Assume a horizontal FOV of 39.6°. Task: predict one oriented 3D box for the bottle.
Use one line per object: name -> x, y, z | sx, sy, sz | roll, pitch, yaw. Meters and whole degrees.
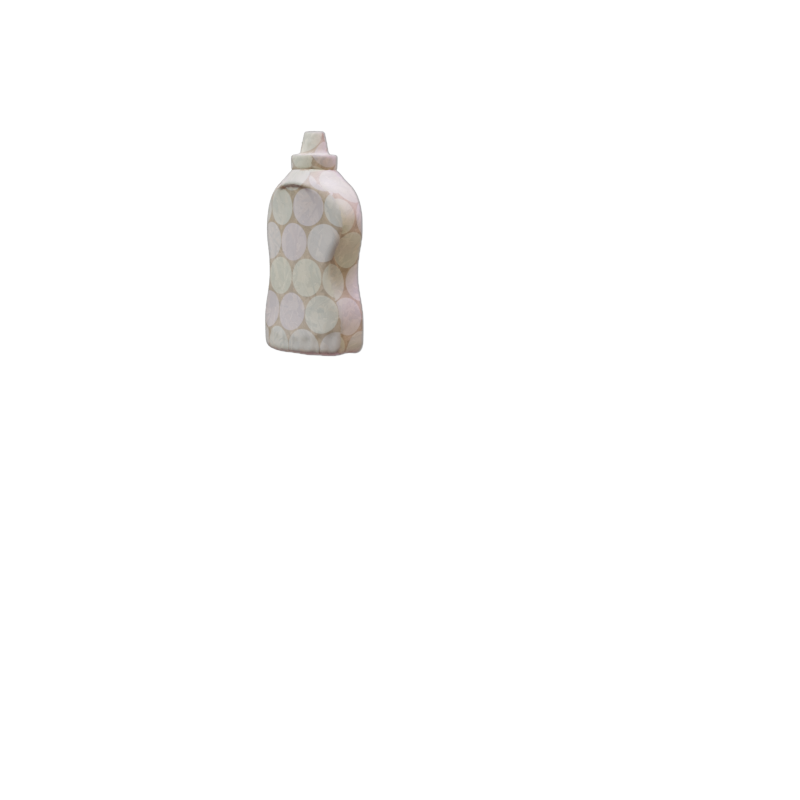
bottle -> -0.075, -0.138, 0.967 | 0.100, 0.190, 0.056 | 4, 5, 45
